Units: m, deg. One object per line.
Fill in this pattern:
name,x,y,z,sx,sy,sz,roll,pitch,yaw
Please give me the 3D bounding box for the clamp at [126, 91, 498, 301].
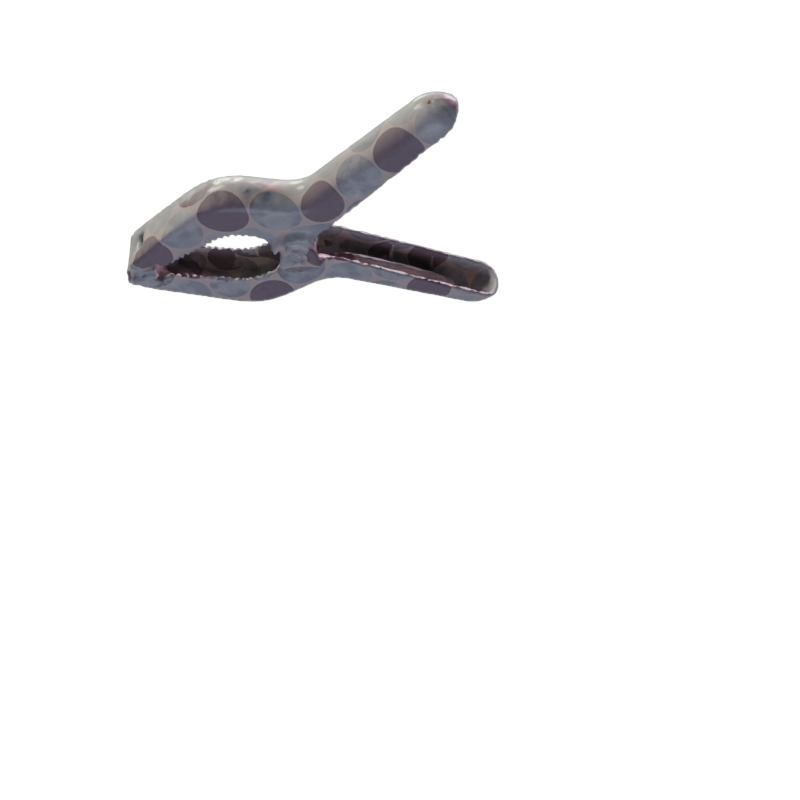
clamp,-0.049,-0.089,0.623,0.212,0.039,0.152,-11,-35,16
